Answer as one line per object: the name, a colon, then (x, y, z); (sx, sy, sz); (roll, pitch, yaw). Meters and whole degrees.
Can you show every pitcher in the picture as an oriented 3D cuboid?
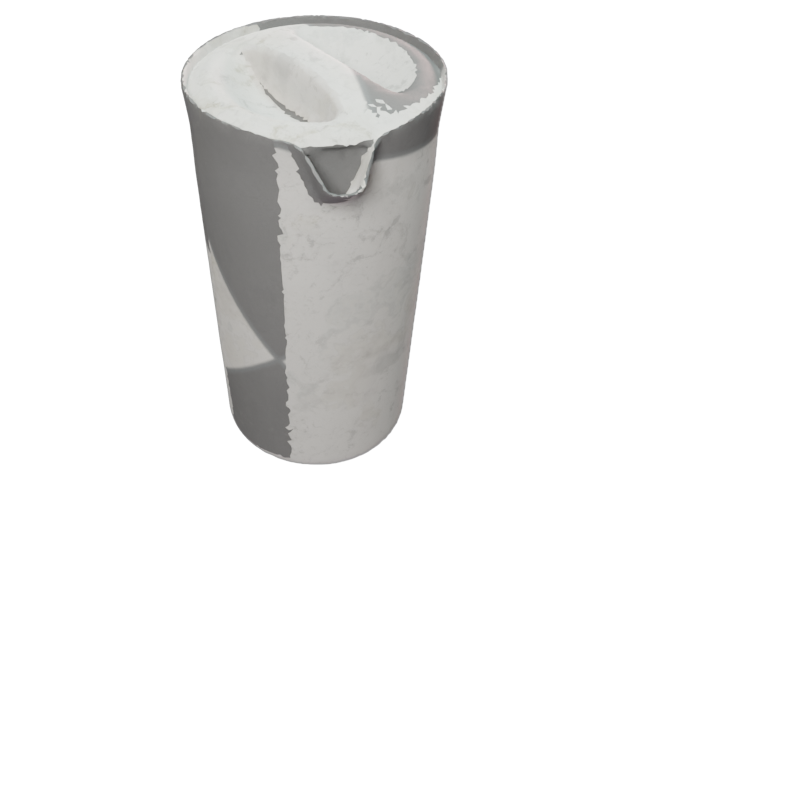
pitcher: (-0.049, -0.090, 0.630); (0.152, 0.227, 0.152); (23, 45, 23)
